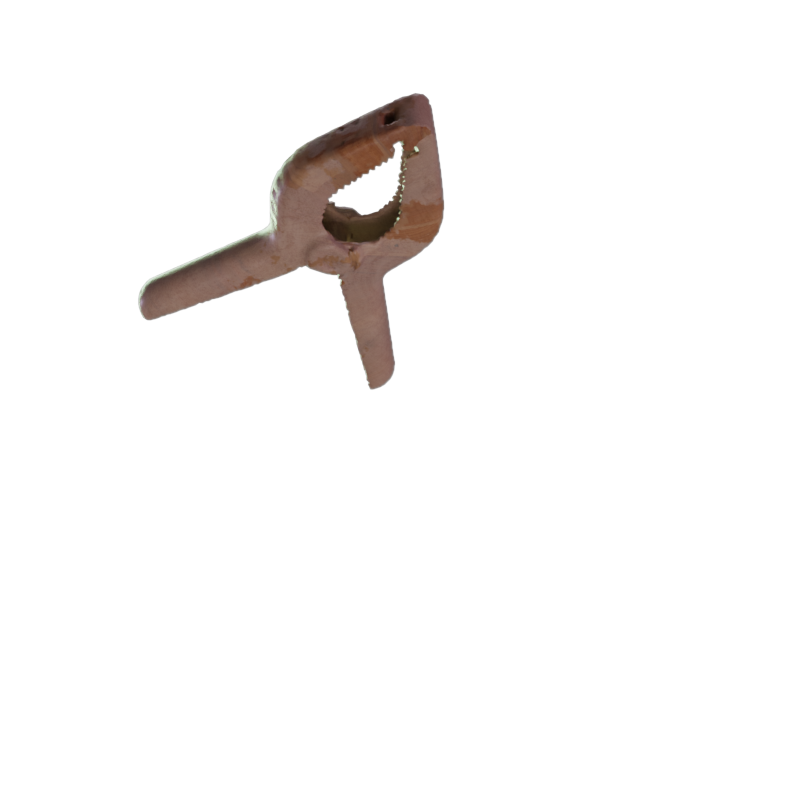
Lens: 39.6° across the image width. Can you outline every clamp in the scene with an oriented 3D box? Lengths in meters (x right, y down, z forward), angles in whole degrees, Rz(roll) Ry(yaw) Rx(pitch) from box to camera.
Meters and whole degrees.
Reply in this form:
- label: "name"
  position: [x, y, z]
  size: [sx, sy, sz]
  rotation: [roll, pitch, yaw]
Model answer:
- label: "clamp"
  position: [-0.048, -0.088, 0.614]
  size: [0.160, 0.039, 0.201]
  rotation: [14, -43, -16]
